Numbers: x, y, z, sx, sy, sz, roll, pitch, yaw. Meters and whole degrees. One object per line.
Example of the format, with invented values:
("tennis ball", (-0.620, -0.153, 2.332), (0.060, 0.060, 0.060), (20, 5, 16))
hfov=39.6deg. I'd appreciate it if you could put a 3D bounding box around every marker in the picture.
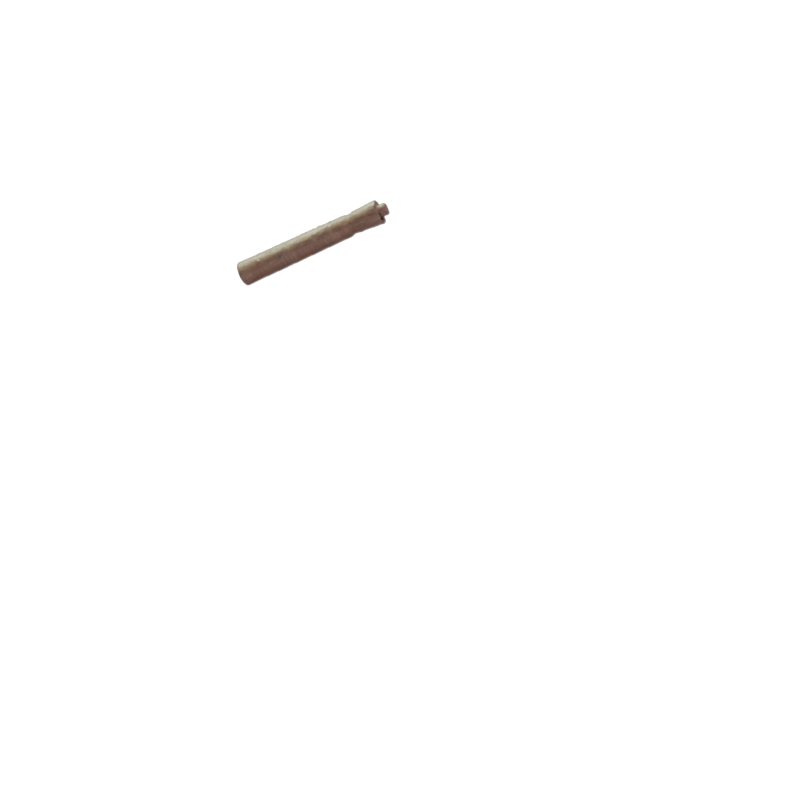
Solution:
("marker", (-0.064, -0.116, 0.814), (0.121, 0.020, 0.019), (-22, -2, 16))
